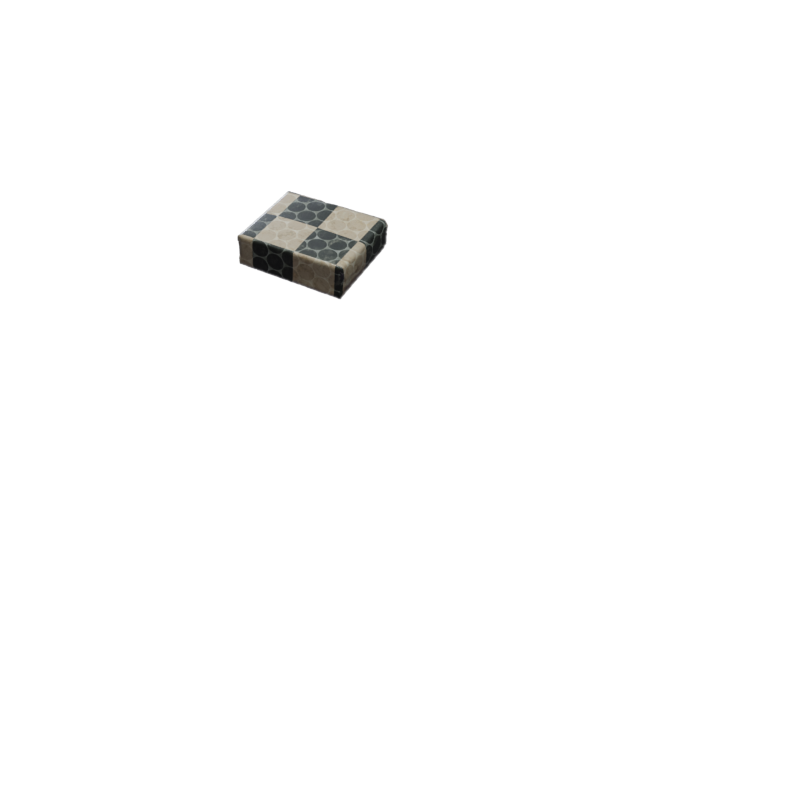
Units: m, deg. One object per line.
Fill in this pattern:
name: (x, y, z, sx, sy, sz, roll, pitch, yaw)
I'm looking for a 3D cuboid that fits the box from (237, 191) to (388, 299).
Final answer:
box: (-0.065, -0.118, 0.826, 0.093, 0.028, 0.075, 19, 43, 21)
